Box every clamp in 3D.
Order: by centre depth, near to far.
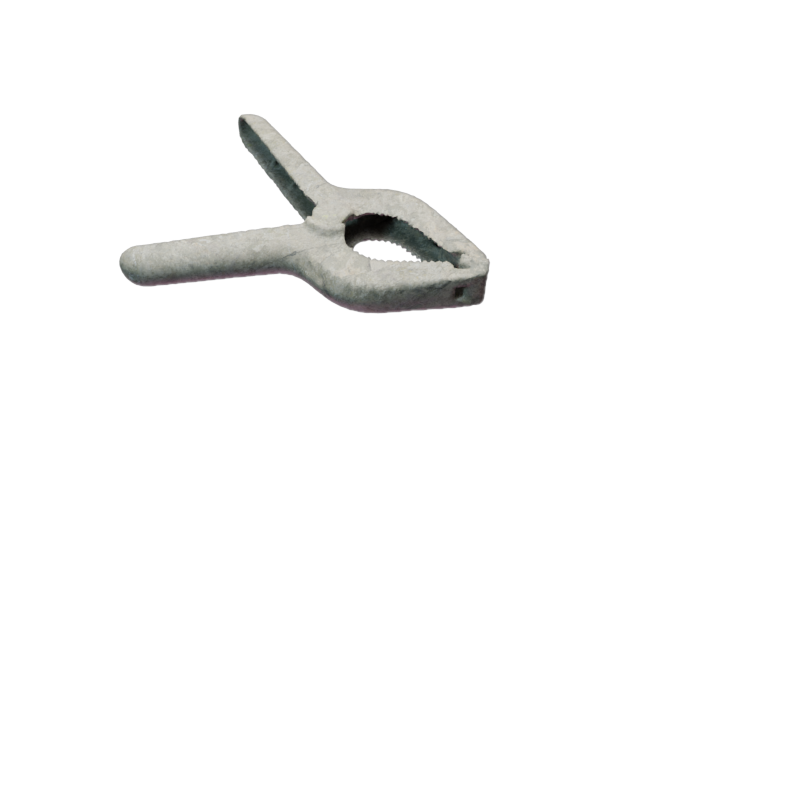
[{"bbox_3d":[-0.053,-0.096,0.671,0.219,0.034,0.169,23,52,20],"label":"clamp"}]
